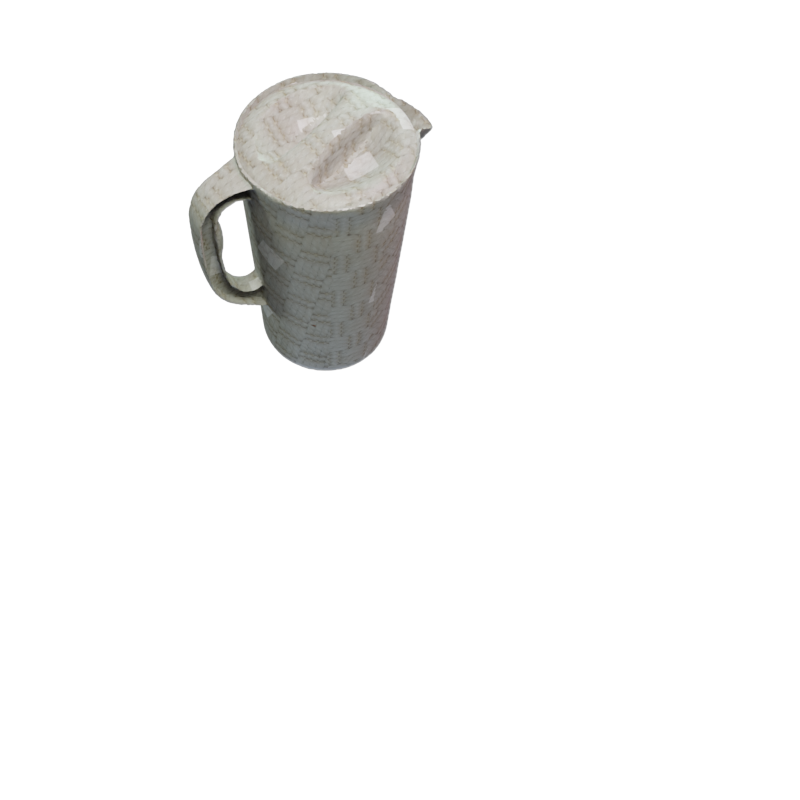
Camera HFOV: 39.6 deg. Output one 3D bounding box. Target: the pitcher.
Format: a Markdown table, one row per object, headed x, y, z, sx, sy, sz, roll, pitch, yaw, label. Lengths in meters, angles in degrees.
| x | y | z | sx | sy | sz | roll | pitch | yaw | label |
| --- | --- | --- | --- | --- | --- | --- | --- | --- | --- |
| -0.068 | -0.124 | 0.869 | 0.152 | 0.152 | 0.227 | 16 | -33 | 7 | pitcher |
